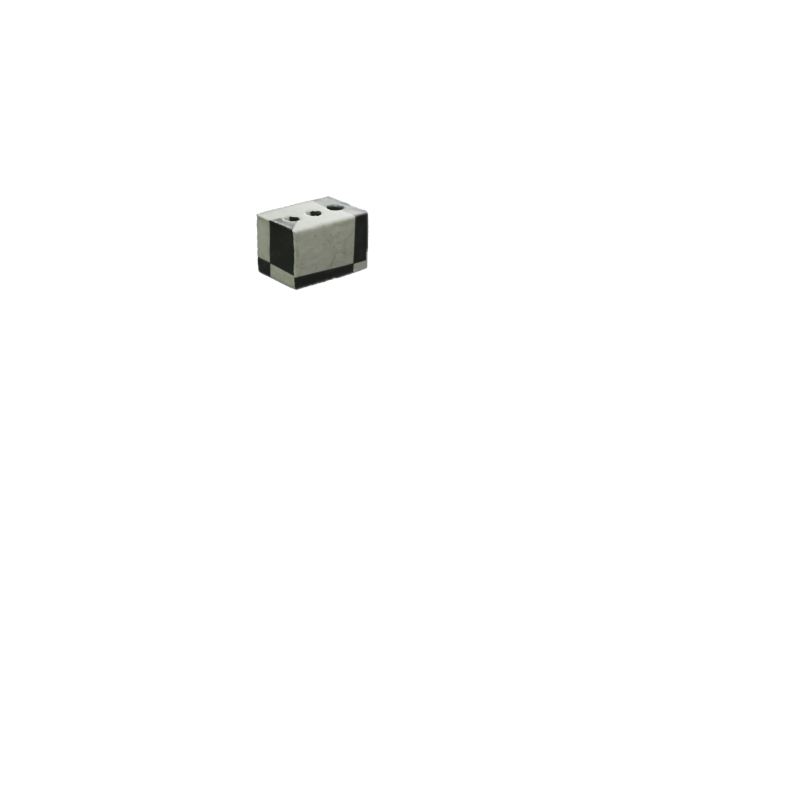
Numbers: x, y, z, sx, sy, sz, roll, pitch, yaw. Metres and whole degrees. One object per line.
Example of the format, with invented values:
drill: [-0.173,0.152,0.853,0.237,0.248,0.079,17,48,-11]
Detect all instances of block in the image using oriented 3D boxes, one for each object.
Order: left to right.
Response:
block: [-0.071,-0.129,0.901,0.077,0.049,0.056,-20,32,-37]
